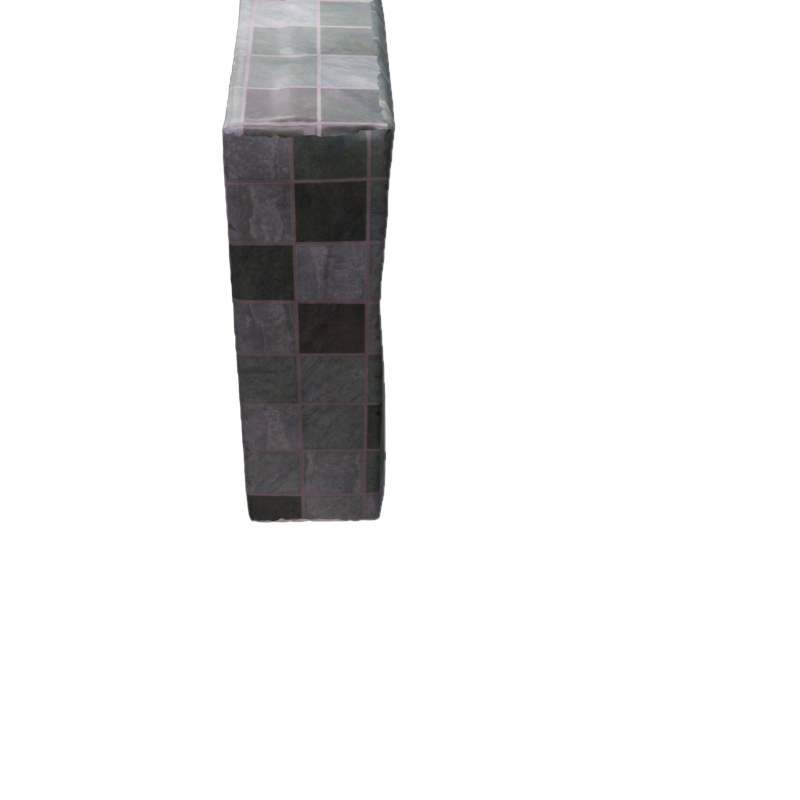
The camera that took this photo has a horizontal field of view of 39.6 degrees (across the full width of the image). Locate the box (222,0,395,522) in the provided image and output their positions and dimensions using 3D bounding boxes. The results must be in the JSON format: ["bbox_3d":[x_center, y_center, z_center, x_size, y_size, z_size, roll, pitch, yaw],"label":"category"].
[{"bbox_3d":[-0.041,-0.075,0.526,0.072,0.200,0.176,0,39,-4],"label":"box"}]
